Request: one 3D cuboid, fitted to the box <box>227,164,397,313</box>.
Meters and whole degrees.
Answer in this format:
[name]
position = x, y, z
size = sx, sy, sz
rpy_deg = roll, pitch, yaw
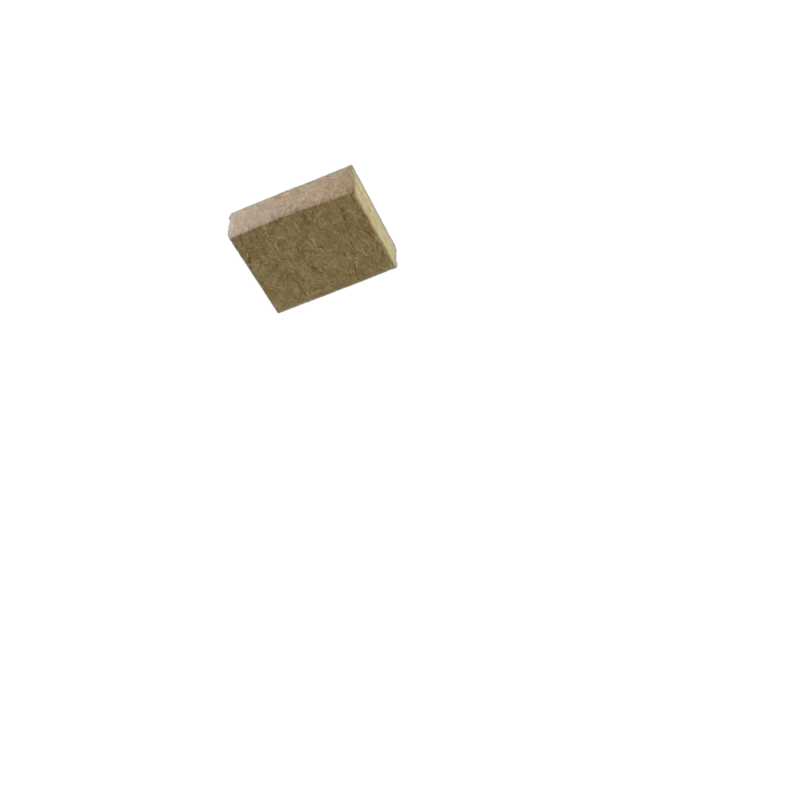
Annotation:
[box]
position = -0.070, -0.129, 0.900
size = 0.114, 0.083, 0.042
rpy_deg = -18, 40, 15
